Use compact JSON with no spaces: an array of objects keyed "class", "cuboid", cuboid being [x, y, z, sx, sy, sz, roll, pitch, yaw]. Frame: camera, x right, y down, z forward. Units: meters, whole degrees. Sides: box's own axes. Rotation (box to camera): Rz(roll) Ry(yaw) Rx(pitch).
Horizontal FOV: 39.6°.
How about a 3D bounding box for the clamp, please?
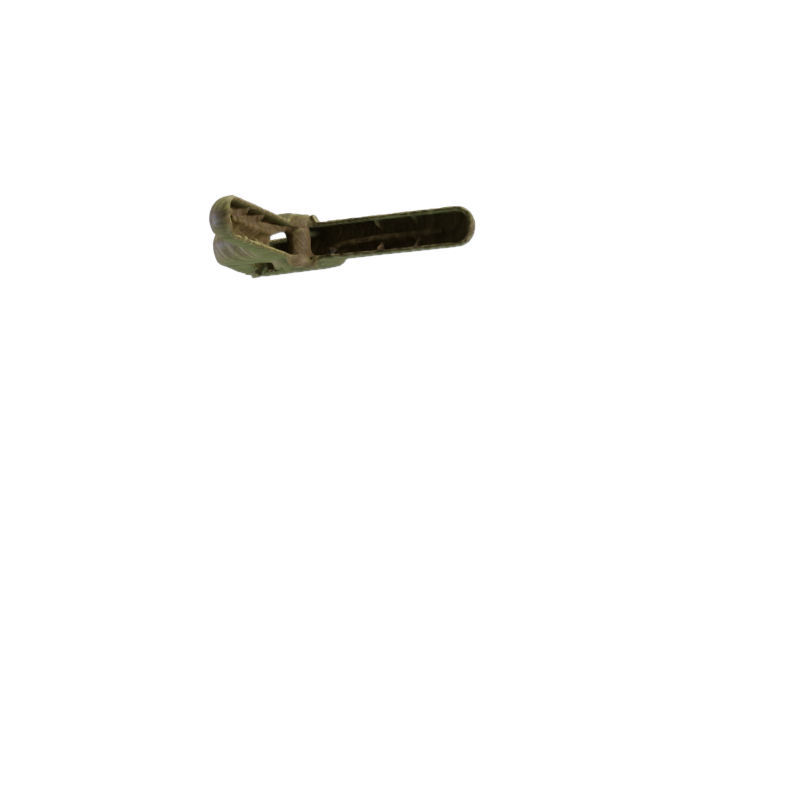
[{"class":"clamp","cuboid":[-0.057,-0.104,0.730,0.161,0.037,0.212,0,0,-16]}]
